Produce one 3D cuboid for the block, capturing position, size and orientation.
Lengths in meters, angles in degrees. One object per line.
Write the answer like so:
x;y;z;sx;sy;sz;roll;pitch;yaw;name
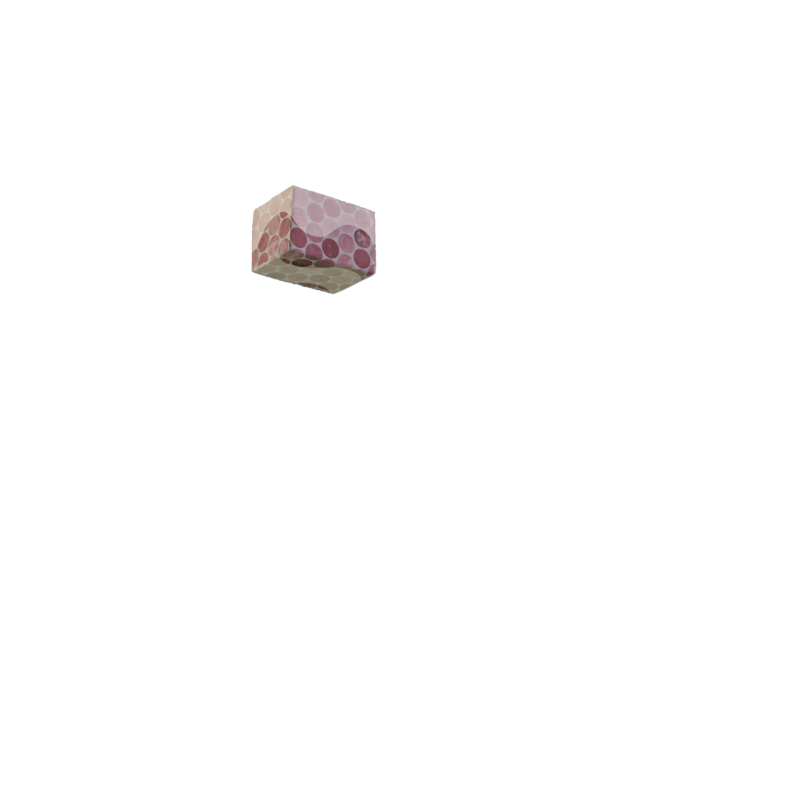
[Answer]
-0.063;-0.116;0.809;0.074;0.054;0.053;14;-24;-35;block
